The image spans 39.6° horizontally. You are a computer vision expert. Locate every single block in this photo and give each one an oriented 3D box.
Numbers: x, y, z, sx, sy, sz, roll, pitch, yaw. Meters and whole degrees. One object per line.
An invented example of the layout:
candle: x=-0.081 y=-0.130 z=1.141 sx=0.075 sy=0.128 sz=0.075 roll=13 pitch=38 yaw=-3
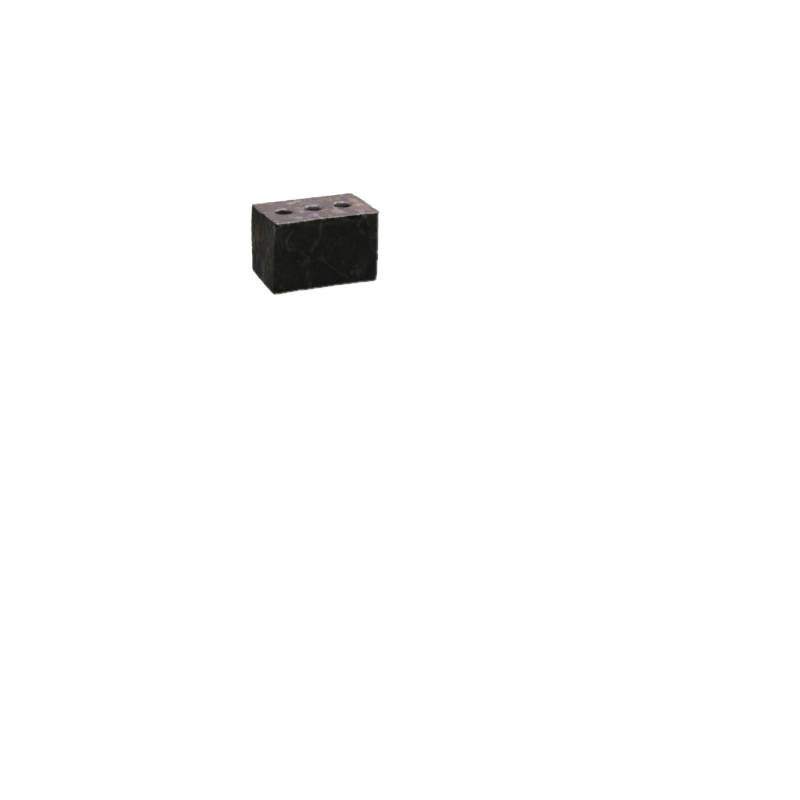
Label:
block: x=-0.061 y=-0.110 z=0.773 sx=0.076 sy=0.049 sz=0.056 roll=-10 pitch=26 yaw=-22
